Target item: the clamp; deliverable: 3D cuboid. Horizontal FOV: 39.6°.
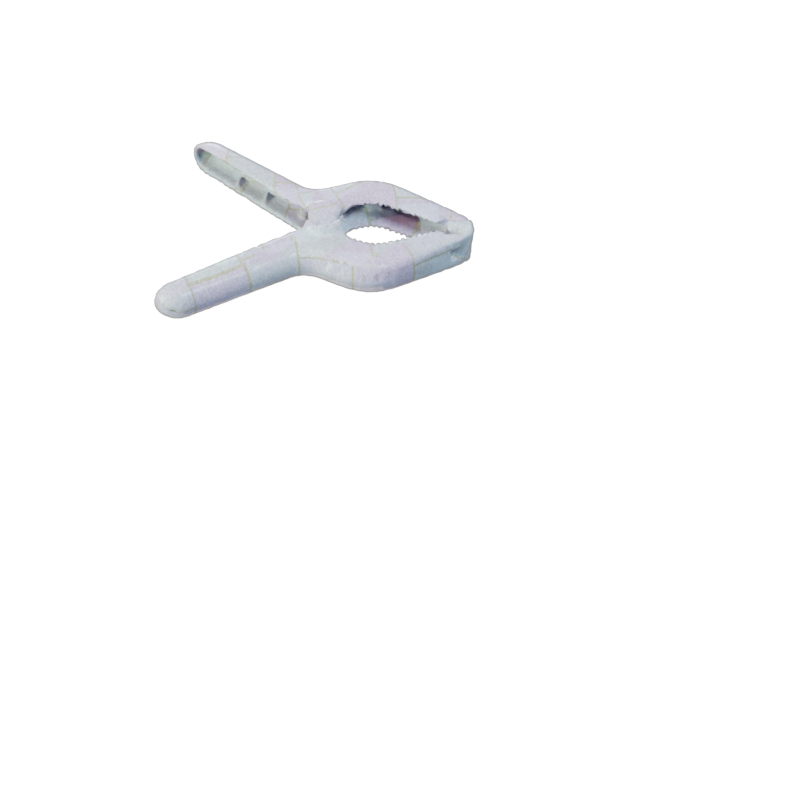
[{"bbox_3d":[-0.058,-0.107,0.747,0.213,0.174,0.034,8,-41,7],"label":"clamp"}]
